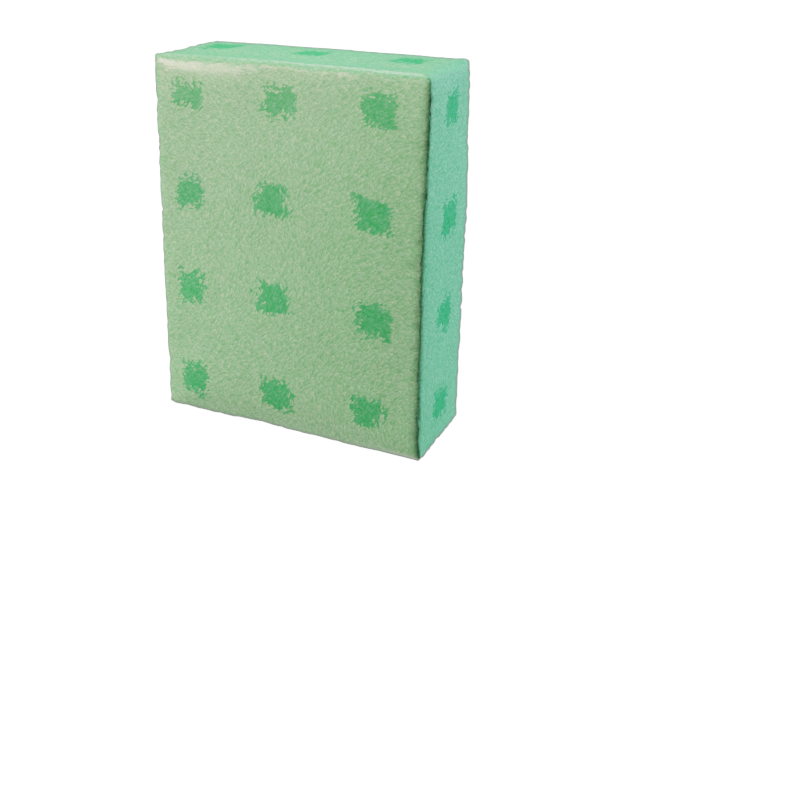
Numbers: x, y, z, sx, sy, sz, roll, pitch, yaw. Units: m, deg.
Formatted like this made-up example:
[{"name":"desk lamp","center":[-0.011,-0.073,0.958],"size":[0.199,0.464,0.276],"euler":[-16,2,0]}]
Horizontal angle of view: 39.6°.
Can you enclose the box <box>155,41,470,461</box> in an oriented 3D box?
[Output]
[{"name":"box","center":[-0.049,-0.090,0.630],"size":[0.170,0.204,0.072],"euler":[11,22,24]}]
